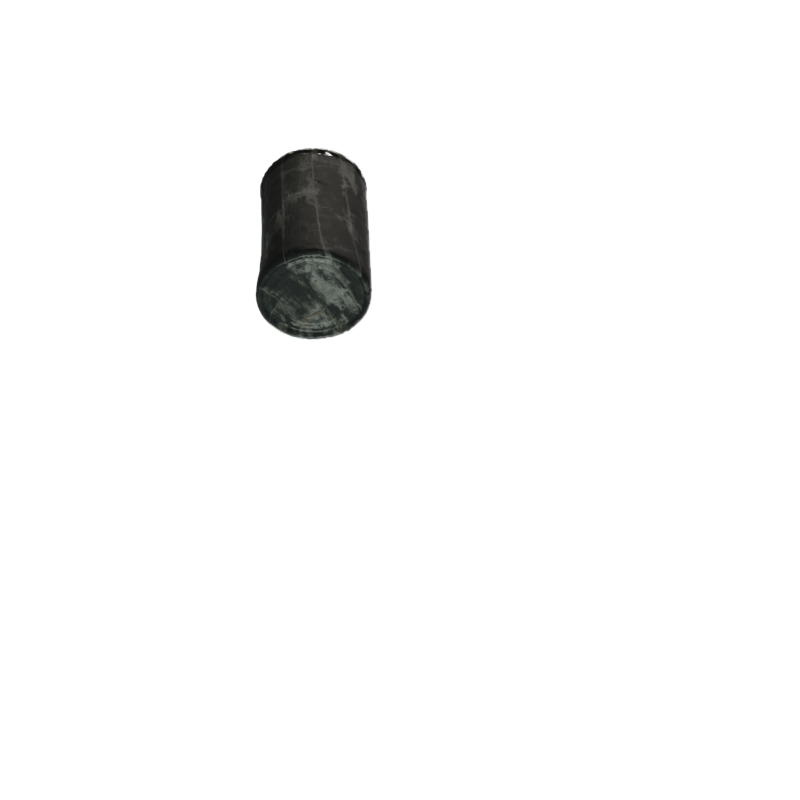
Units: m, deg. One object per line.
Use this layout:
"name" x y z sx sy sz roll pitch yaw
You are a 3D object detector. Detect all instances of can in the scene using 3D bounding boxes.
"can" -0.052 -0.095 0.664 0.068 0.064 0.110 -1 44 -3
